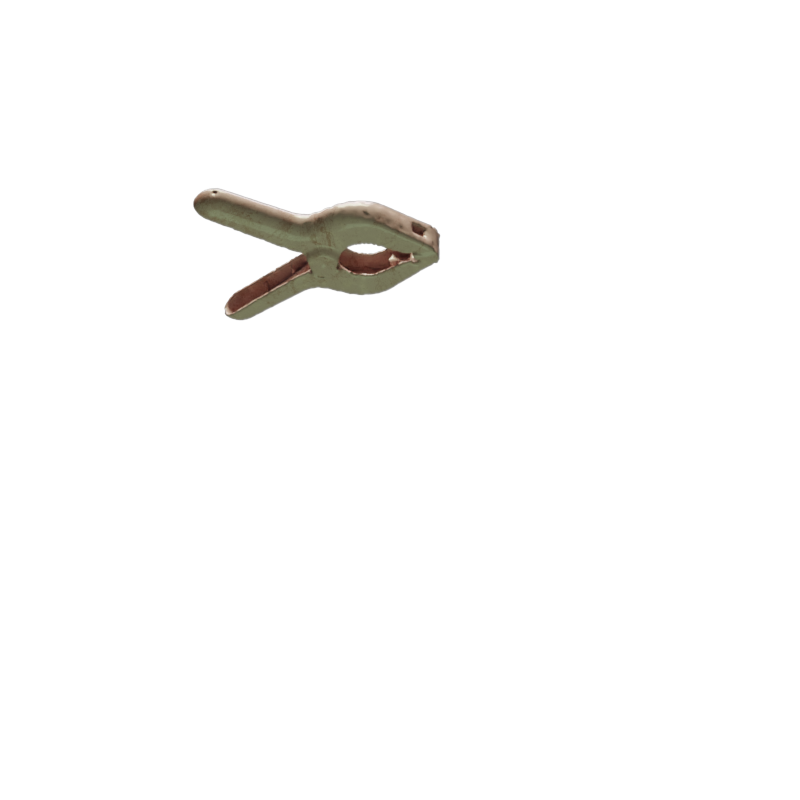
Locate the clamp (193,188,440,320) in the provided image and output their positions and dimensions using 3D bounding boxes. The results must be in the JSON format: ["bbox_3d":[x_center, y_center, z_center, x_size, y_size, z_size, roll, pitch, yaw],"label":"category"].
[{"bbox_3d":[-0.061,-0.112,0.781,0.173,0.042,0.111,-10,-38,12],"label":"clamp"}]
